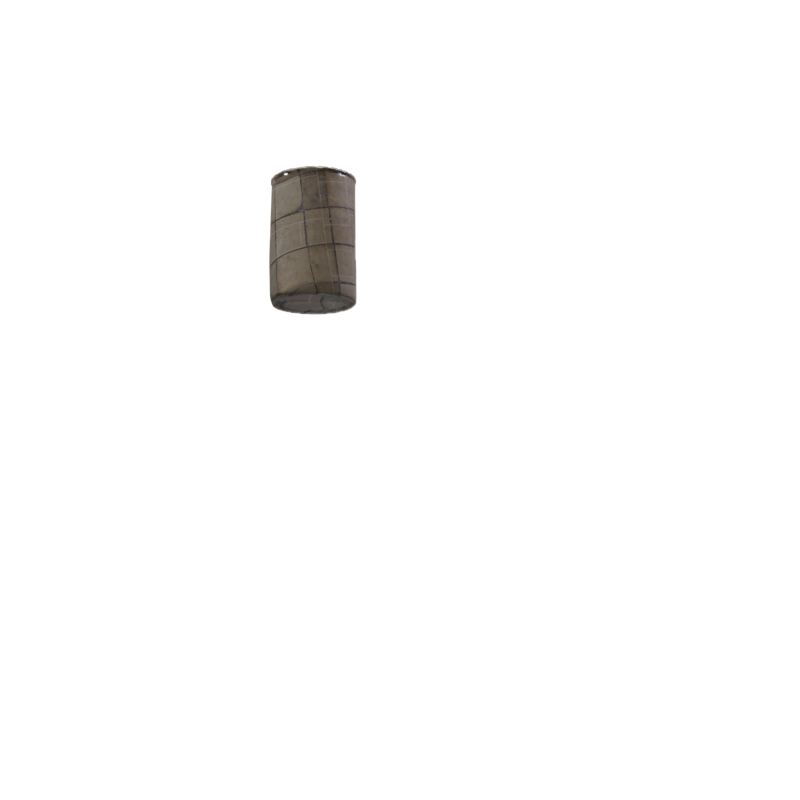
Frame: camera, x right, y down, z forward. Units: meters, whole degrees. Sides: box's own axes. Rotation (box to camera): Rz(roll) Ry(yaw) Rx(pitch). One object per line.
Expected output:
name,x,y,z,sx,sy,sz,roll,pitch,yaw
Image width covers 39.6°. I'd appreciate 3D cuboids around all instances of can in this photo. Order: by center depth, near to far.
can,-0.068,-0.124,0.867,0.068,0.106,0.066,0,-15,-2
